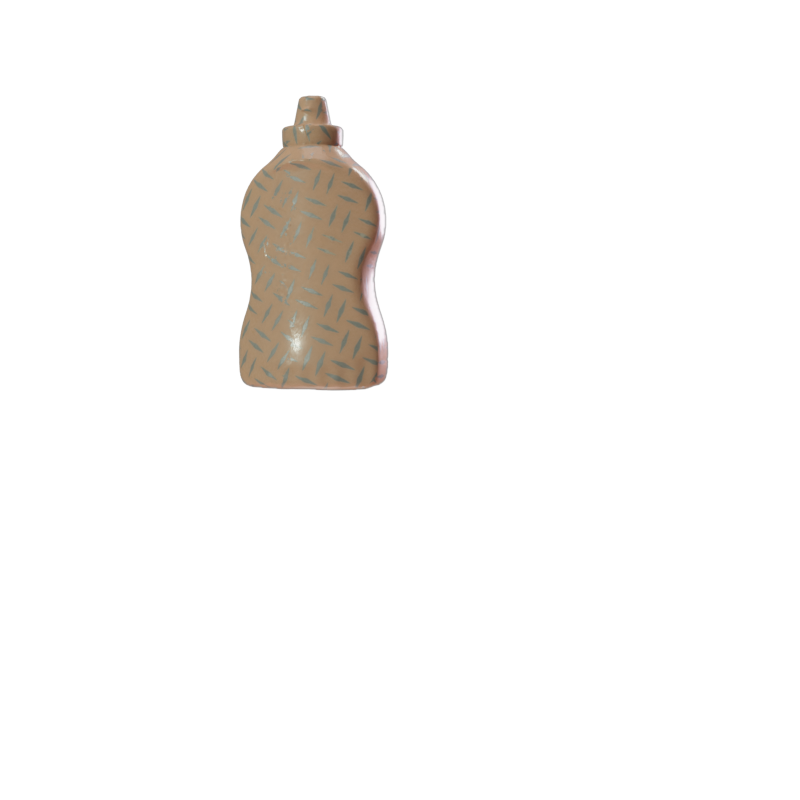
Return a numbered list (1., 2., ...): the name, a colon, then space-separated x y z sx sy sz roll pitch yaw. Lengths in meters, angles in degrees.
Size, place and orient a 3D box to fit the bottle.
1. bottle: -0.057 -0.105 0.733 0.098 0.193 0.057 0 -2 17
